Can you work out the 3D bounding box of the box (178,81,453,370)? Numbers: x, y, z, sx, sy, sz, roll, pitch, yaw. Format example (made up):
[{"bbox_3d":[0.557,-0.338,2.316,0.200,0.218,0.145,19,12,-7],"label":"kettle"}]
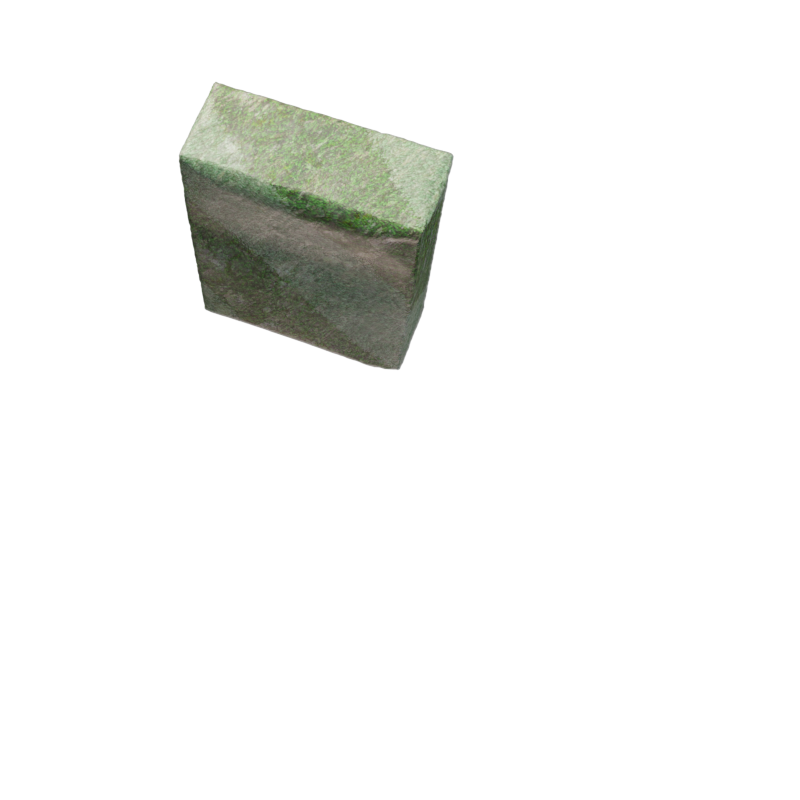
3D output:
[{"bbox_3d":[-0.061,-0.111,0.775,0.167,0.075,0.202,19,-24,6],"label":"box"}]
